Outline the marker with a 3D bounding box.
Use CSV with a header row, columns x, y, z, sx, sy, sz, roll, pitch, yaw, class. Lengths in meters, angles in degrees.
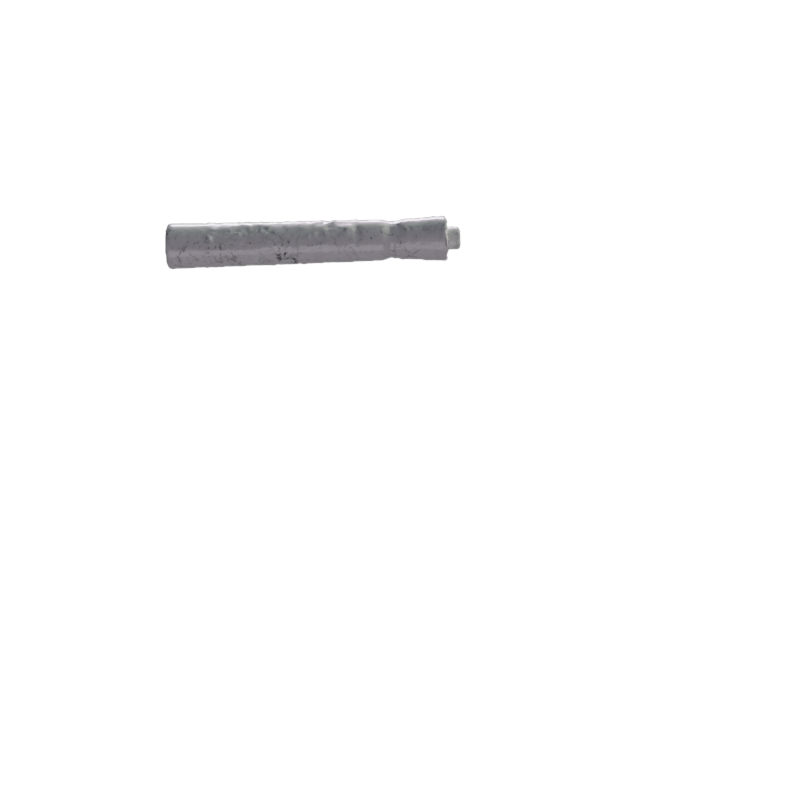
x,y,z,sx,sy,sz,roll,pitch,yaw,class
-0.036,-0.066,0.460,0.121,0.020,0.020,-2,4,1,marker
